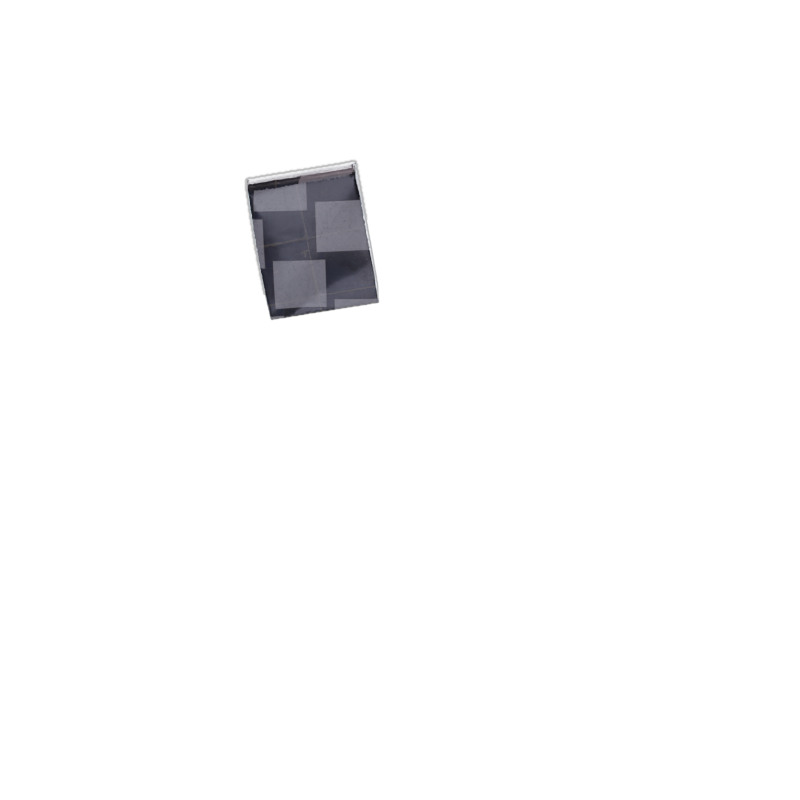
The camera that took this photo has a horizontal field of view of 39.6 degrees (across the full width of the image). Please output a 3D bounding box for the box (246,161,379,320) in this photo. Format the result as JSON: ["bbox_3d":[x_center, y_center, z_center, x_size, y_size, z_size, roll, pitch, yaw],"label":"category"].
[{"bbox_3d":[-0.069,-0.125,0.875,0.090,0.108,0.041,-9,21,3],"label":"box"}]
